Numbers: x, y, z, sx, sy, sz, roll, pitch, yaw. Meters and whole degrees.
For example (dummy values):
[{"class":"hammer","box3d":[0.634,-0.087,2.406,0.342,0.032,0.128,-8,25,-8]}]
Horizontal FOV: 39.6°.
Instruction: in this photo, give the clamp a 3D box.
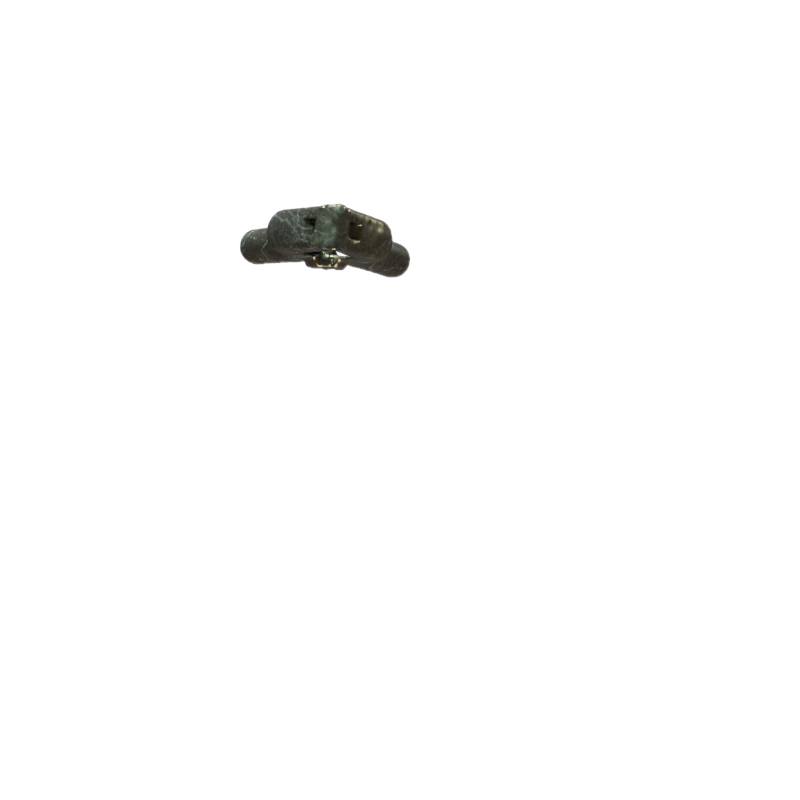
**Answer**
[{"class":"clamp","box3d":[-0.057,-0.104,0.728,0.121,0.040,0.168,0,-2,4]}]
